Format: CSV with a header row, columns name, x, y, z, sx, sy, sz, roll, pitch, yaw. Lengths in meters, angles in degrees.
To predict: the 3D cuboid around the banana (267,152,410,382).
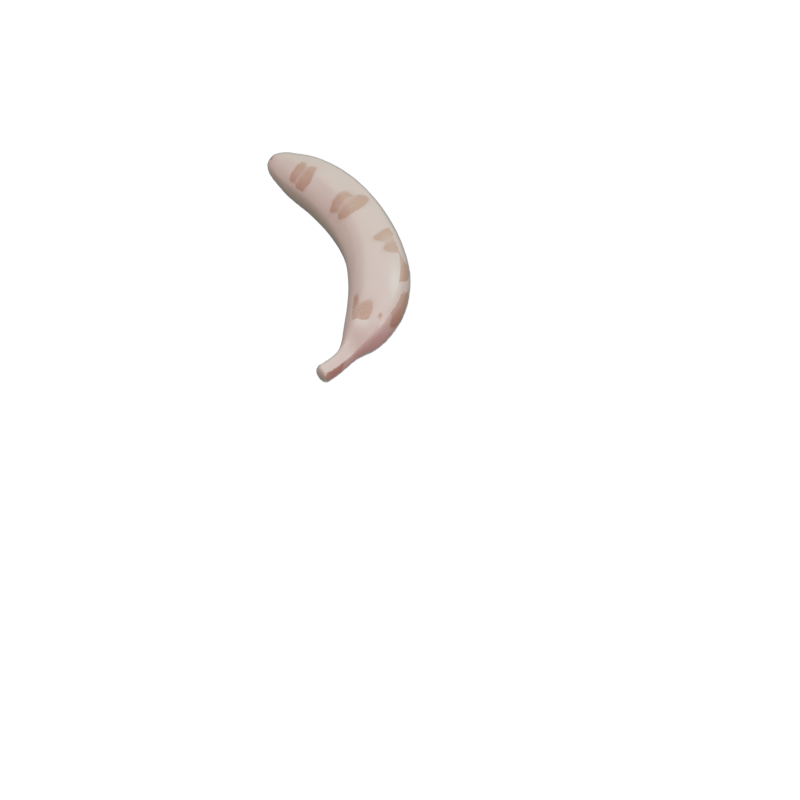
name,x,y,z,sx,sy,sz,roll,pitch,yaw
banana,-0.035,-0.098,0.689,0.069,0.214,0.034,-8,-44,-9
